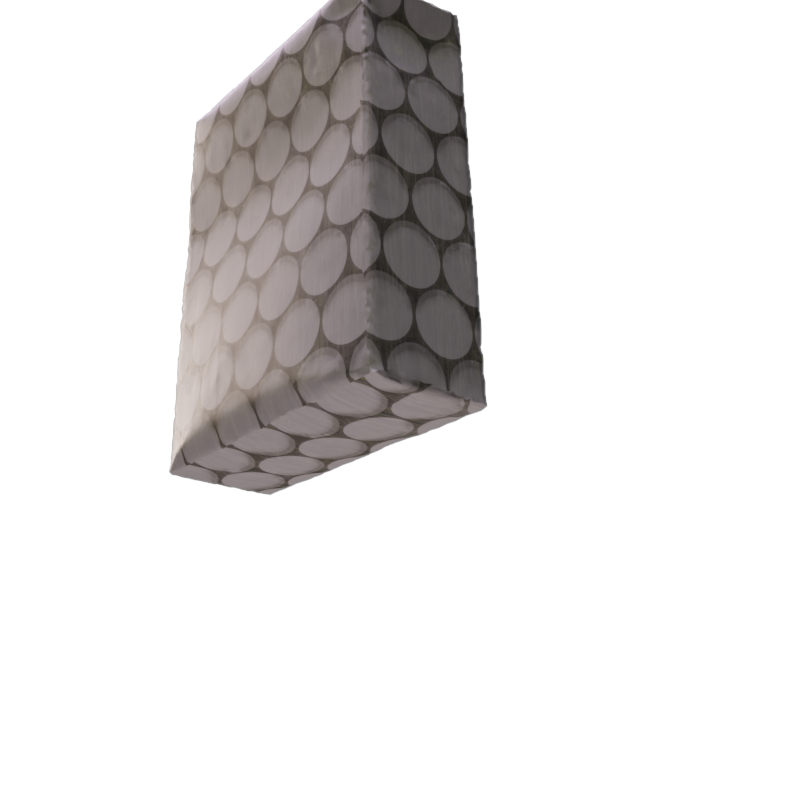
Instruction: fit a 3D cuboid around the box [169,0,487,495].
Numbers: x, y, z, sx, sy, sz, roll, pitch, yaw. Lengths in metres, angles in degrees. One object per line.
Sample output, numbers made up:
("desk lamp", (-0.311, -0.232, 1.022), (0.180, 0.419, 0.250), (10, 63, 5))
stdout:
("box", (-0.043, -0.079, 0.553), (0.068, 0.226, 0.164), (19, -32, -35))
